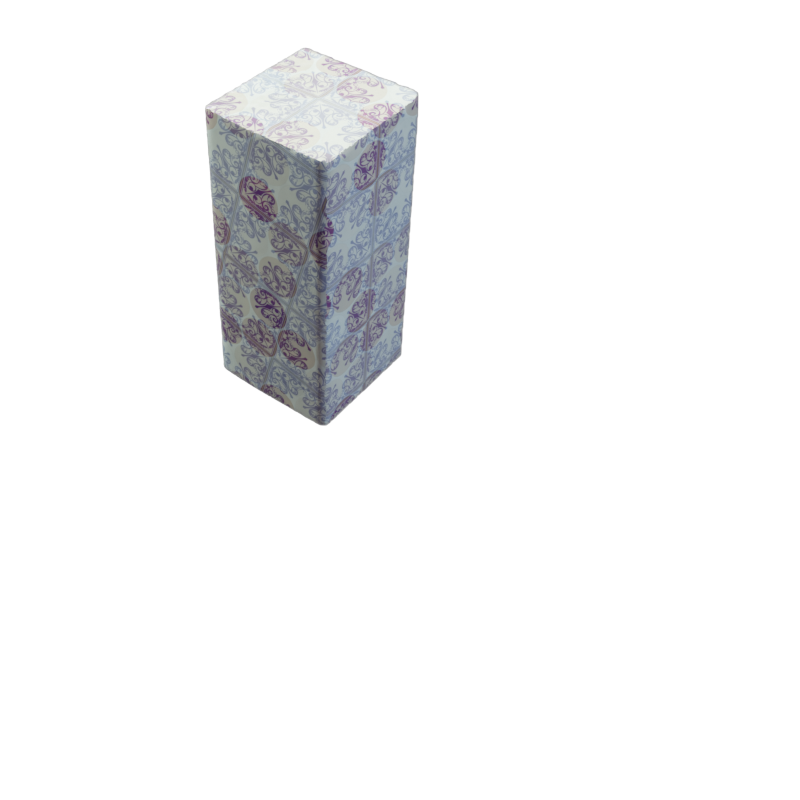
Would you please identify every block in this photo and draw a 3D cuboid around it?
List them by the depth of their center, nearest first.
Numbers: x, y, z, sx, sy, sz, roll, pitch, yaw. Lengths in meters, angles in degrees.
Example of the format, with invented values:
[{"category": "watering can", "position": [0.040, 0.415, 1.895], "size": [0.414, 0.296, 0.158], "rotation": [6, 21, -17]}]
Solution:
[{"category": "block", "position": [-0.053, -0.098, 0.686], "size": [0.095, 0.192, 0.092], "rotation": [29, 48, 25]}]
